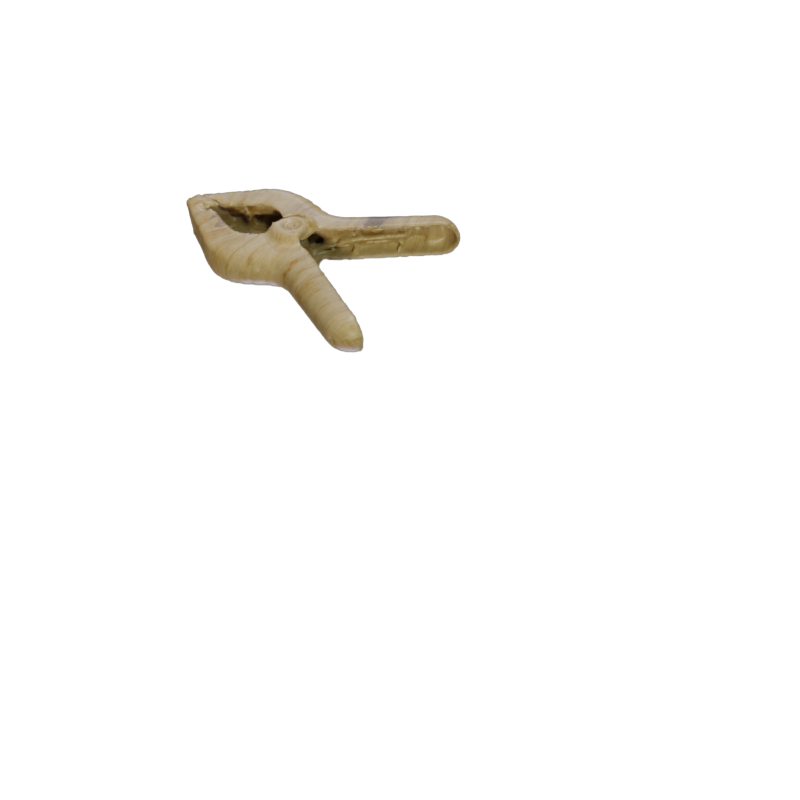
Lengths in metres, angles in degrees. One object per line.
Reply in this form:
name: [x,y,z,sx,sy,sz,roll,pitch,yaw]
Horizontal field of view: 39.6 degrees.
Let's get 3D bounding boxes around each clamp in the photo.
clamp: [-0.053,-0.097,0.676,0.183,0.037,0.121,30,47,32]
